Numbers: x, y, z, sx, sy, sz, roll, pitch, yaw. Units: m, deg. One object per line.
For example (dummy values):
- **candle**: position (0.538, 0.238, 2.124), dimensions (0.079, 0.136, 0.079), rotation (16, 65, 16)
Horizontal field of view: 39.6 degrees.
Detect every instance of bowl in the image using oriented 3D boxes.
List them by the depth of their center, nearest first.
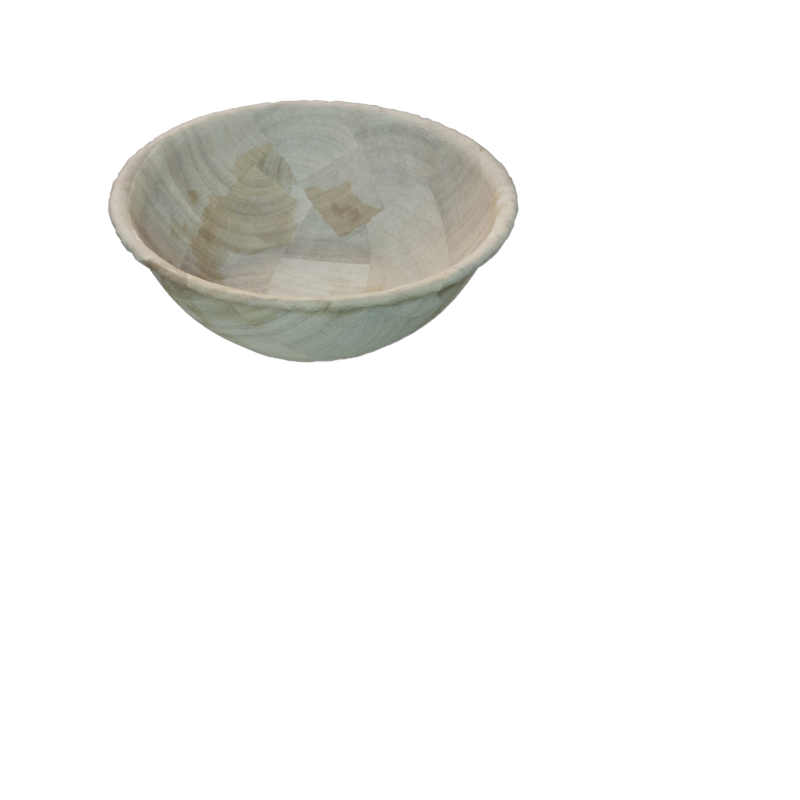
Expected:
- **bowl**: position (-0.036, -0.065, 0.455), dimensions (0.162, 0.051, 0.174), rotation (-1, 38, -2)
